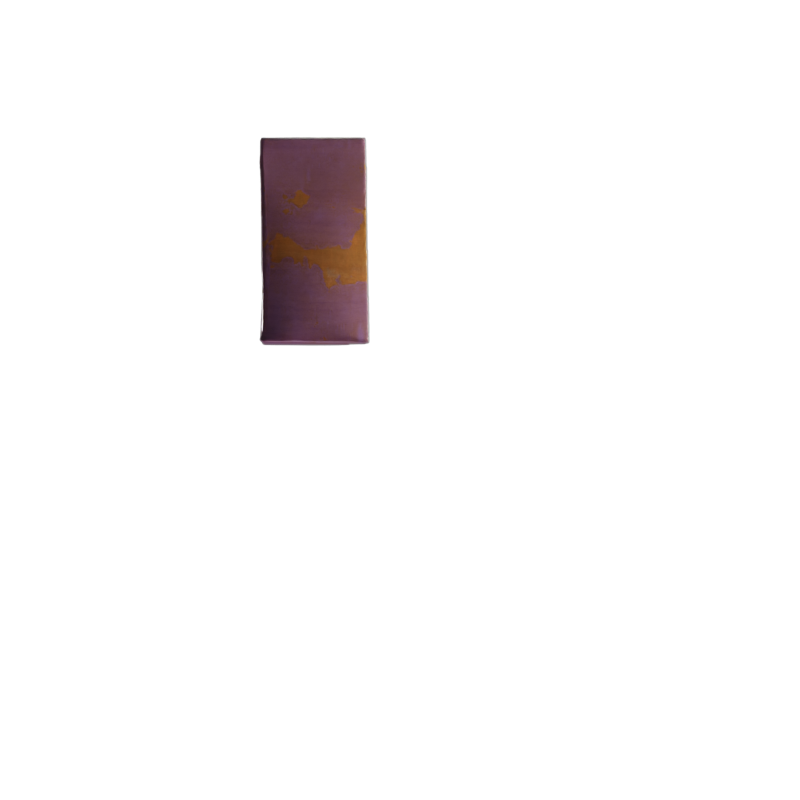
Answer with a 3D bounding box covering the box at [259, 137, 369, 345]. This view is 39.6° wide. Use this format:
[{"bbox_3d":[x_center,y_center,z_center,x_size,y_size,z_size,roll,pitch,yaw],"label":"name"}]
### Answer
[{"bbox_3d":[-0.074,-0.136,0.952,0.093,0.180,0.047,0,-8,-3],"label":"box"}]
